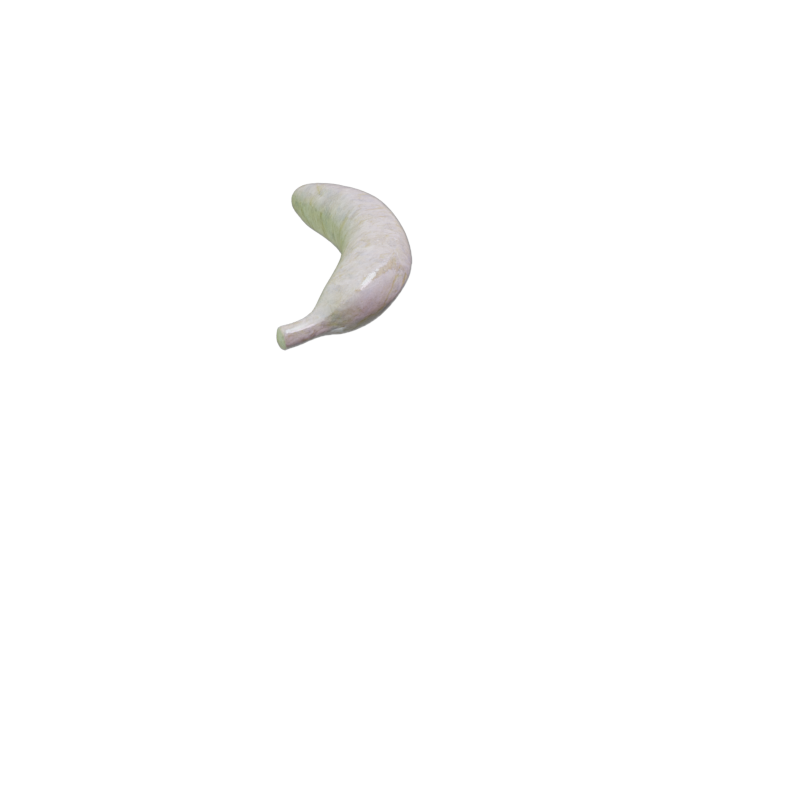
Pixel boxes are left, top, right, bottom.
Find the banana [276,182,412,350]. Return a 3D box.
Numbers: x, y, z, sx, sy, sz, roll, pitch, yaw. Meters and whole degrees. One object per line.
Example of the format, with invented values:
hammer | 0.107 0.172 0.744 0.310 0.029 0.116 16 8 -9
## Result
banana | -0.030 -0.086 0.611 0.069 0.035 0.209 -1 28 -2
